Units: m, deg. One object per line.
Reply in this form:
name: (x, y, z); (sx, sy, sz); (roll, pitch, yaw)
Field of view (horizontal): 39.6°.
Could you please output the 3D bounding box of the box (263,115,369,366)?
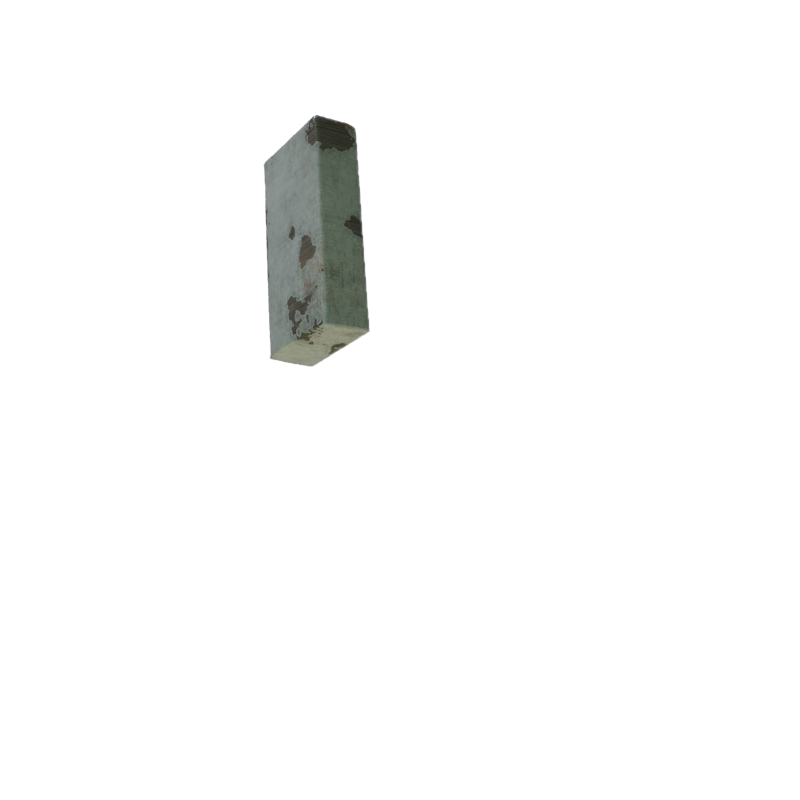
box: (-0.068, -0.124, 0.872); (0.046, 0.186, 0.093); (13, -26, -30)
